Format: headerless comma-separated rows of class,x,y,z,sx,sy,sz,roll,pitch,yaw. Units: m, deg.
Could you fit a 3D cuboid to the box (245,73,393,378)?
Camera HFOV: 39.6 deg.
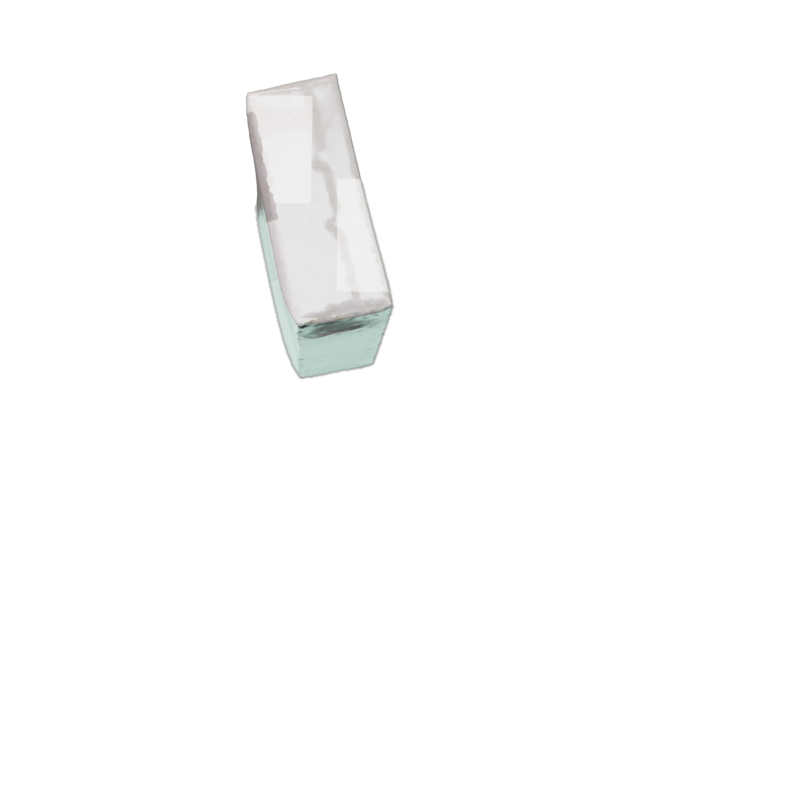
box,-0.063,-0.115,0.806,0.071,0.170,0.208,-12,-10,-6
